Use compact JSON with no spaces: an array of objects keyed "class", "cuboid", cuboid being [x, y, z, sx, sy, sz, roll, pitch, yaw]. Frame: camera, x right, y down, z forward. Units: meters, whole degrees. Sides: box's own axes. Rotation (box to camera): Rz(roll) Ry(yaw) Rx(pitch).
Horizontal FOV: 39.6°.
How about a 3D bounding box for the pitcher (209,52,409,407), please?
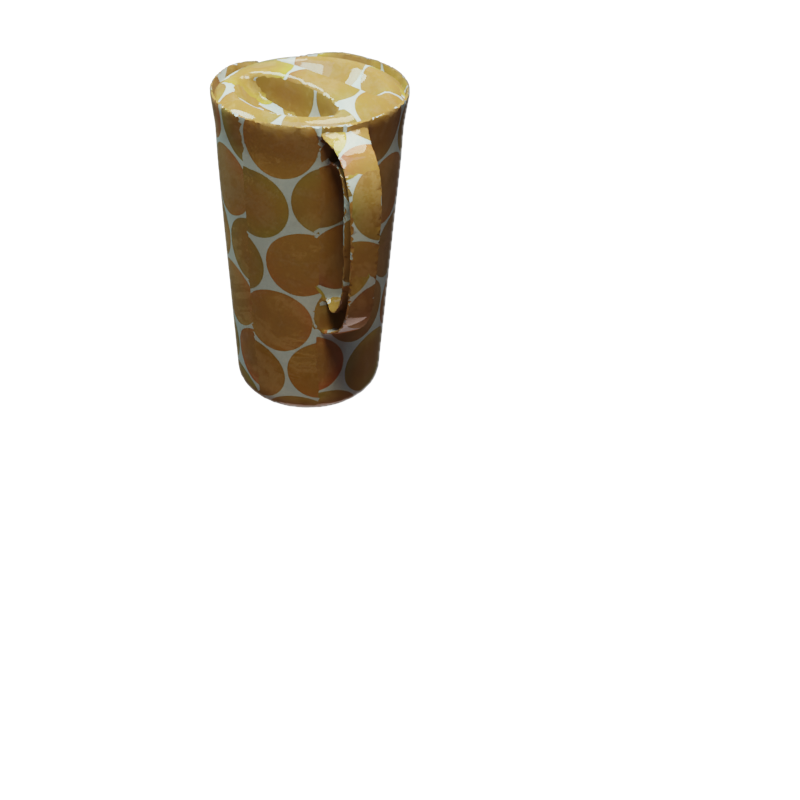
[{"class":"pitcher","cuboid":[-0.062,-0.112,0.786,0.150,0.228,0.154,14,35,17]}]
